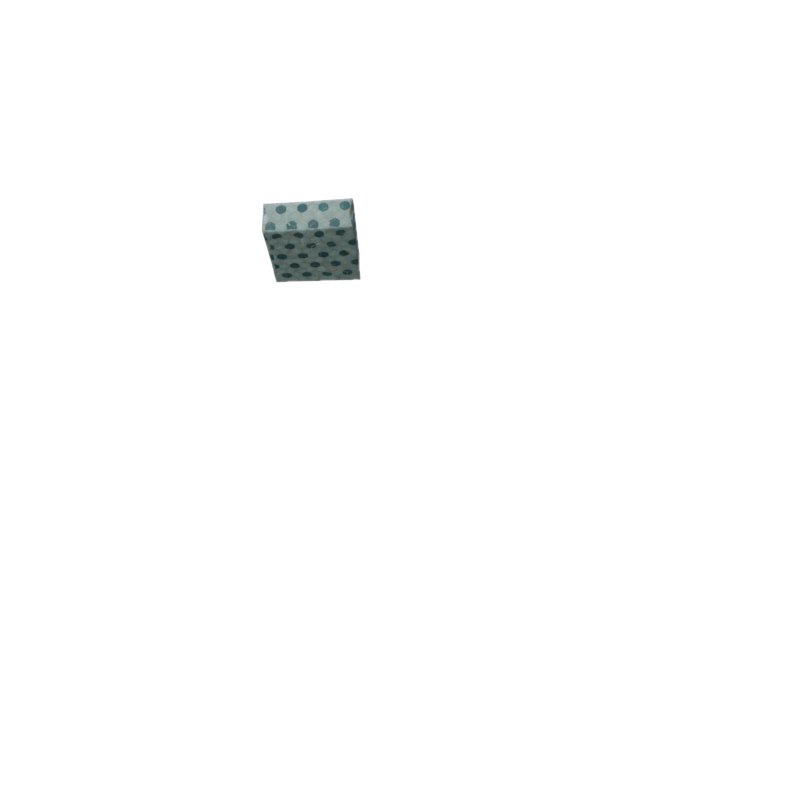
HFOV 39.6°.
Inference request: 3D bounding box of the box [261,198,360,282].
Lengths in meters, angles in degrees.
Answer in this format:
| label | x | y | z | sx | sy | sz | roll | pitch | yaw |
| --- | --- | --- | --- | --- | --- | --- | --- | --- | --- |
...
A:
| label | x | y | z | sx | sy | sz | roll | pitch | yaw |
| --- | --- | --- | --- | --- | --- | --- | --- | --- | --- |
| box | -0.071 | -0.130 | 0.913 | 0.073 | 0.032 | 0.084 | -2 | -25 | 3 |
